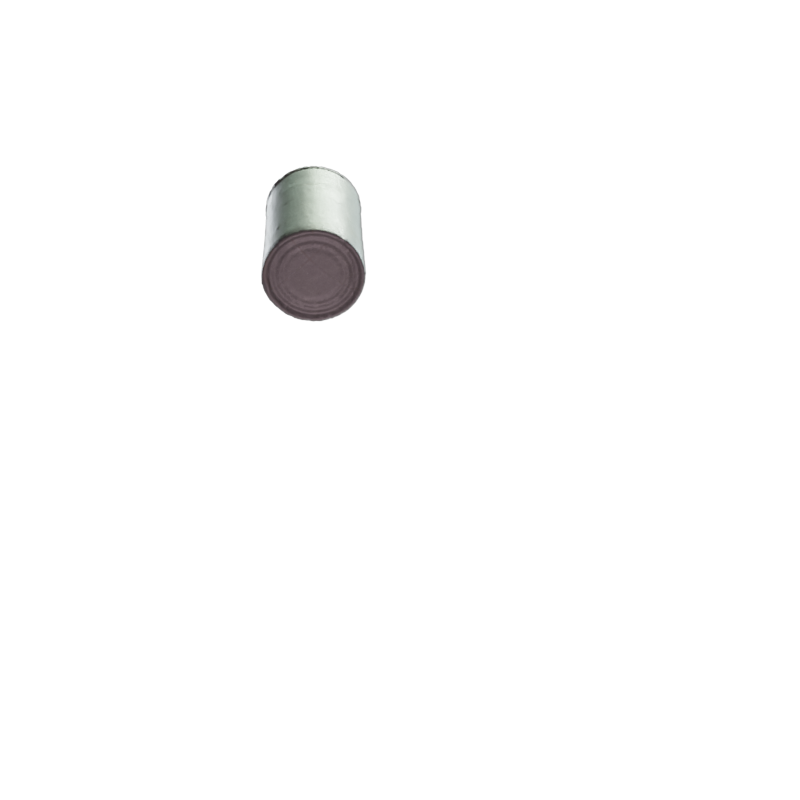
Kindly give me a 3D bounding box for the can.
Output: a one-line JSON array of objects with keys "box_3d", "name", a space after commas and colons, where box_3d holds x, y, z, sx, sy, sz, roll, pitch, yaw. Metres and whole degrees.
[{"box_3d": [-0.058, -0.106, 0.742, 0.068, 0.064, 0.109, -1, 32, -3], "name": "can"}]
